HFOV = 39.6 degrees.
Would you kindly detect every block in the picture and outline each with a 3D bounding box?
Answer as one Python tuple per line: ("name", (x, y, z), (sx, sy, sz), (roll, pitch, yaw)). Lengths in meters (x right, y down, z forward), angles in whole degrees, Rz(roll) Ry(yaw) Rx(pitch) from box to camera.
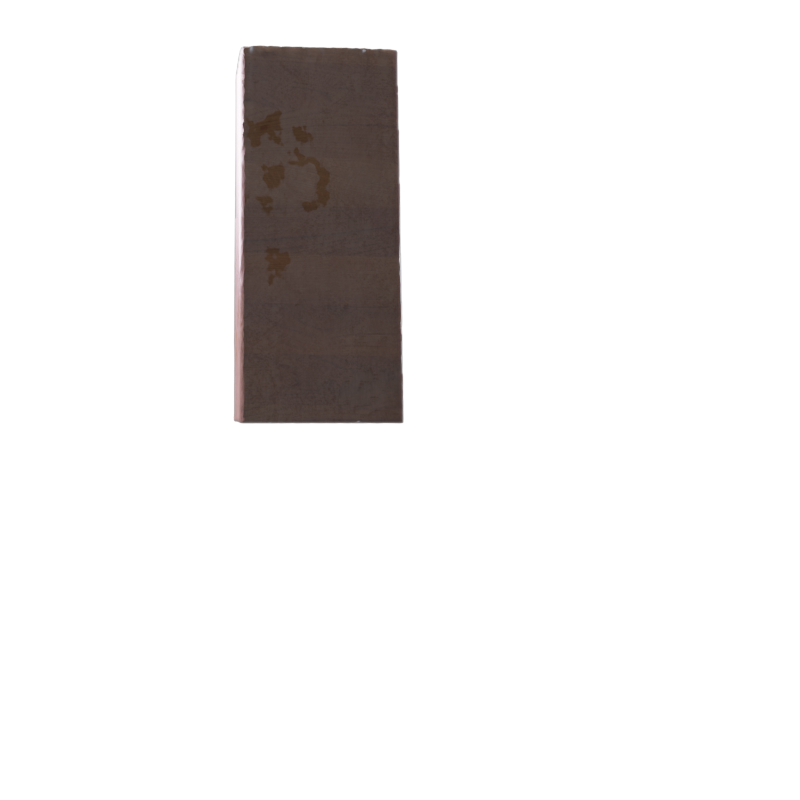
("block", (-0.050, -0.092, 0.642), (0.090, 0.210, 0.089), (0, -7, -8))
